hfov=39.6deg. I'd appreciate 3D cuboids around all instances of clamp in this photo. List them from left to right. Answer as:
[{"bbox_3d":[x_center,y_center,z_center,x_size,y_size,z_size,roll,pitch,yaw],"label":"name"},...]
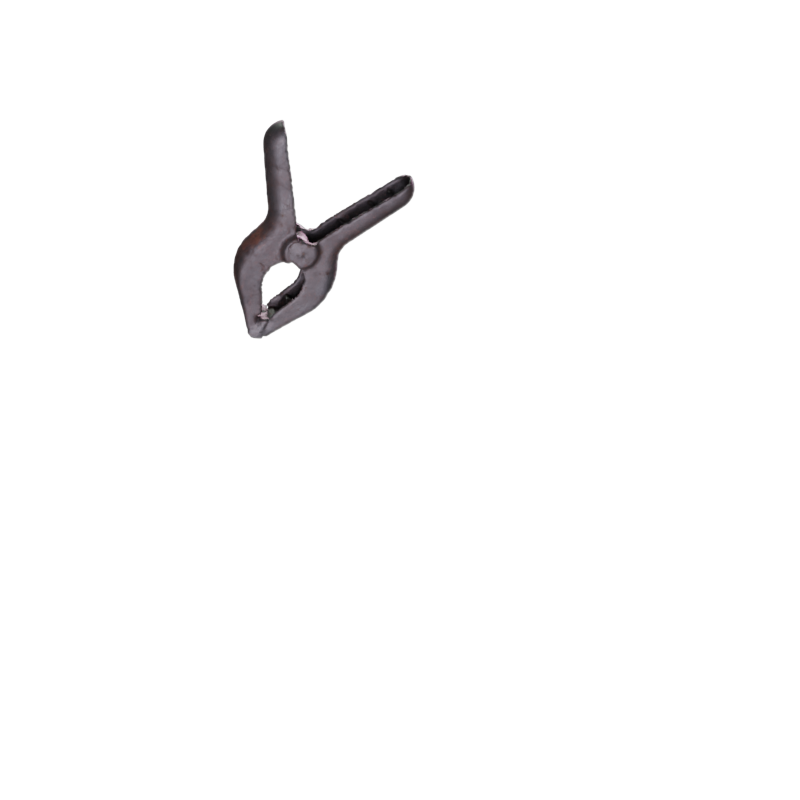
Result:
[{"bbox_3d":[-0.066,-0.120,0.841,0.118,0.165,0.042,17,27,-10],"label":"clamp"}]
